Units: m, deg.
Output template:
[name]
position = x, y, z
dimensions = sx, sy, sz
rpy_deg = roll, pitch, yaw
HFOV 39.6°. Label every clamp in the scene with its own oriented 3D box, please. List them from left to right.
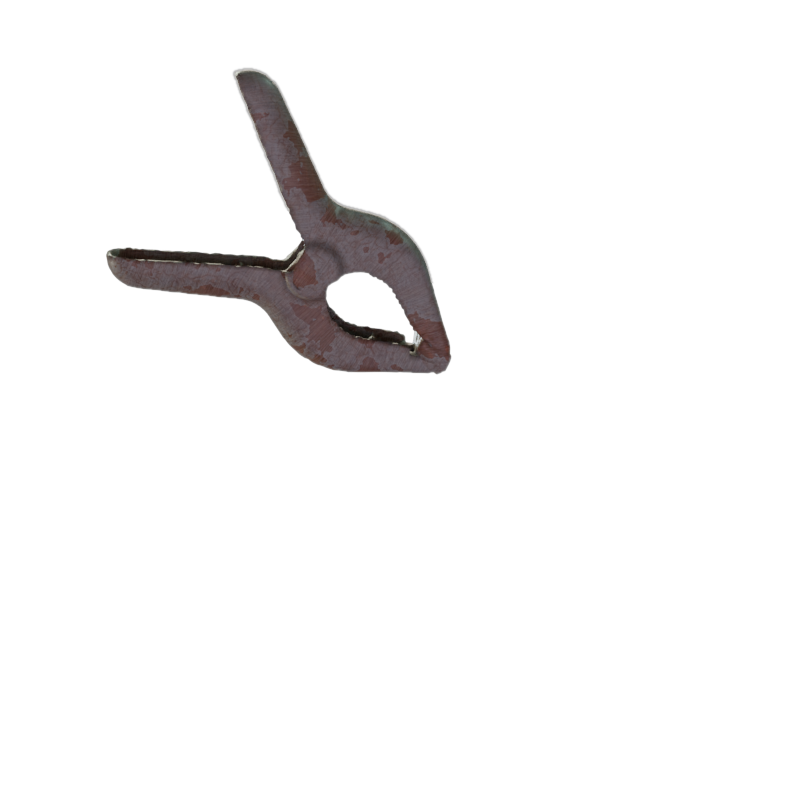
[clamp]
position = -0.042, -0.076, 0.534
dimensions = 0.168, 0.117, 0.041
rpy_deg = 26, 19, -10
